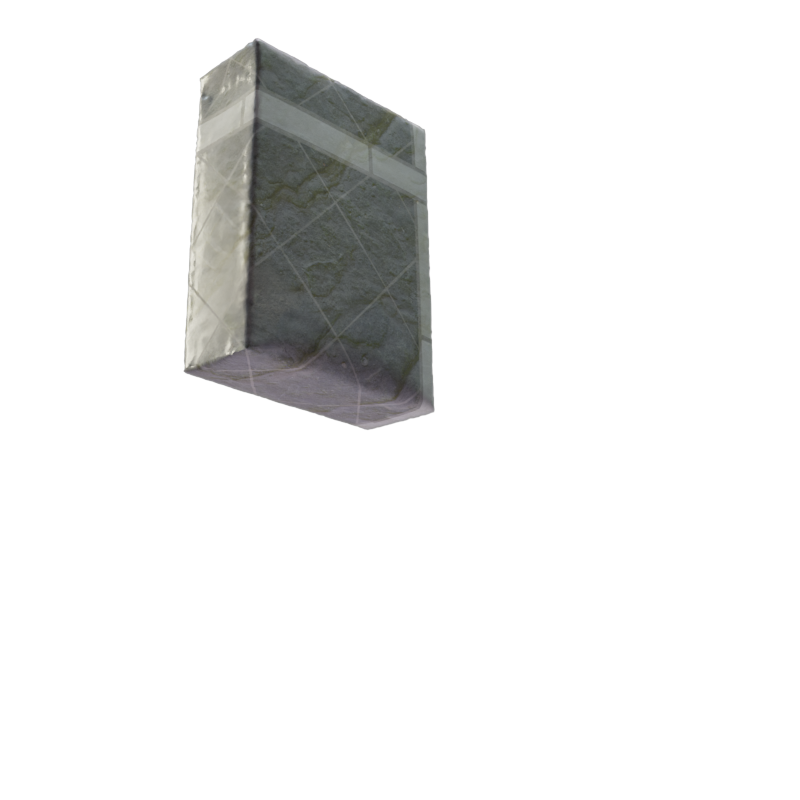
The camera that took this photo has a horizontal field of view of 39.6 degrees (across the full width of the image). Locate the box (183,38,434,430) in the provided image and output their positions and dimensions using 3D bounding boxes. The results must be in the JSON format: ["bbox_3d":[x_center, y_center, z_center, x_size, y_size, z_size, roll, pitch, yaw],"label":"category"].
[{"bbox_3d":[-0.057,-0.104,0.727,0.072,0.226,0.154,-23,-31,40],"label":"box"}]
